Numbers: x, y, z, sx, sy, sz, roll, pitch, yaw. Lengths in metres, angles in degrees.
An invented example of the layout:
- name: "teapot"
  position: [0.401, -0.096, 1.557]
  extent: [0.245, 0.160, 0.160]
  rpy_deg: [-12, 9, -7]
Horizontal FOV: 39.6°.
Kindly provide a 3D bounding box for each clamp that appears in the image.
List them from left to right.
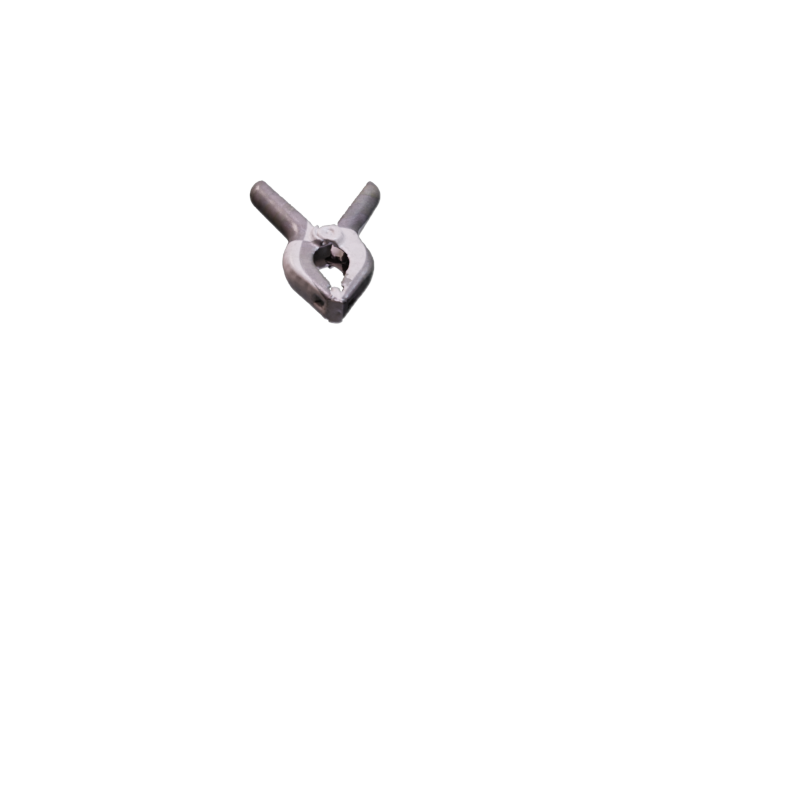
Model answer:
- name: "clamp"
  position: [-0.076, -0.139, 0.975]
  extent: [0.120, 0.036, 0.184]
  rpy_deg: [0, 44, -1]
